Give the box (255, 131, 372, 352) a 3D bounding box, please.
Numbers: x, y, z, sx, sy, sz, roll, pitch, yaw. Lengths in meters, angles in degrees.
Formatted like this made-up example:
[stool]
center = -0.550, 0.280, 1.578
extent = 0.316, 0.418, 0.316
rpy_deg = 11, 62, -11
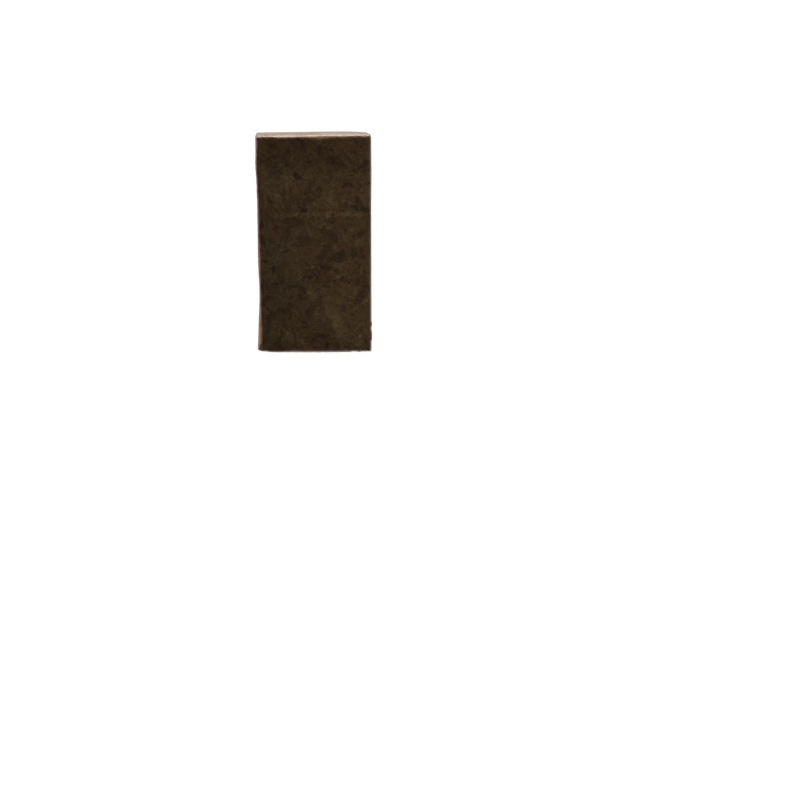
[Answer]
[box]
center = -0.070, -0.128, 0.894
extent = 0.093, 0.173, 0.049
rpy_deg = 0, 8, -4
